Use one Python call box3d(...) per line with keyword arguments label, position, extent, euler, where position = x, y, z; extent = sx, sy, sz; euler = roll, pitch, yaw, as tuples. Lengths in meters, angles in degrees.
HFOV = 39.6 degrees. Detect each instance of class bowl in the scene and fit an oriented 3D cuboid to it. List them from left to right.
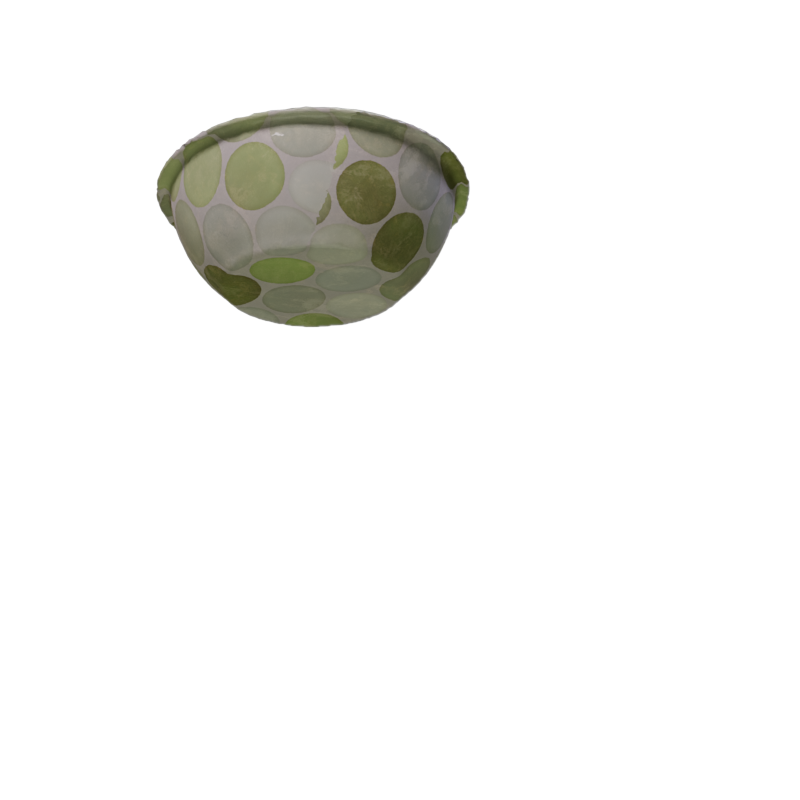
box3d(label="bowl", position=(-0.044, -0.080, 0.562), extent=(0.162, 0.058, 0.154), euler=(1, -23, -2))
